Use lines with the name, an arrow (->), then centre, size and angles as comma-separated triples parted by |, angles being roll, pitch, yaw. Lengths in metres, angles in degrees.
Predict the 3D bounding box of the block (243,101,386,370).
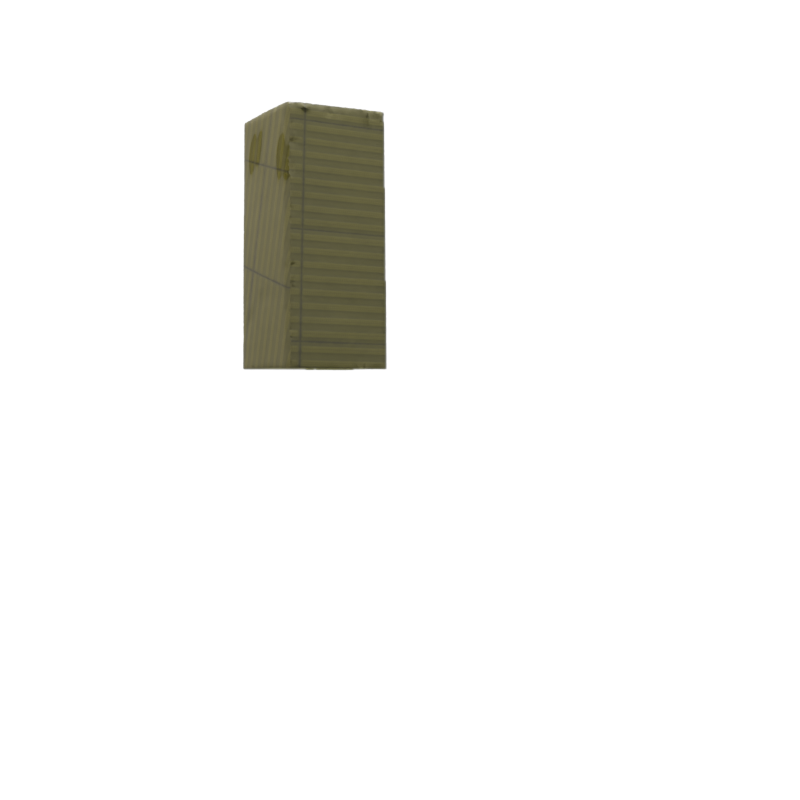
block -> -0.070, -0.129, 0.900 | 0.087, 0.210, 0.092 | 3, -7, -29
